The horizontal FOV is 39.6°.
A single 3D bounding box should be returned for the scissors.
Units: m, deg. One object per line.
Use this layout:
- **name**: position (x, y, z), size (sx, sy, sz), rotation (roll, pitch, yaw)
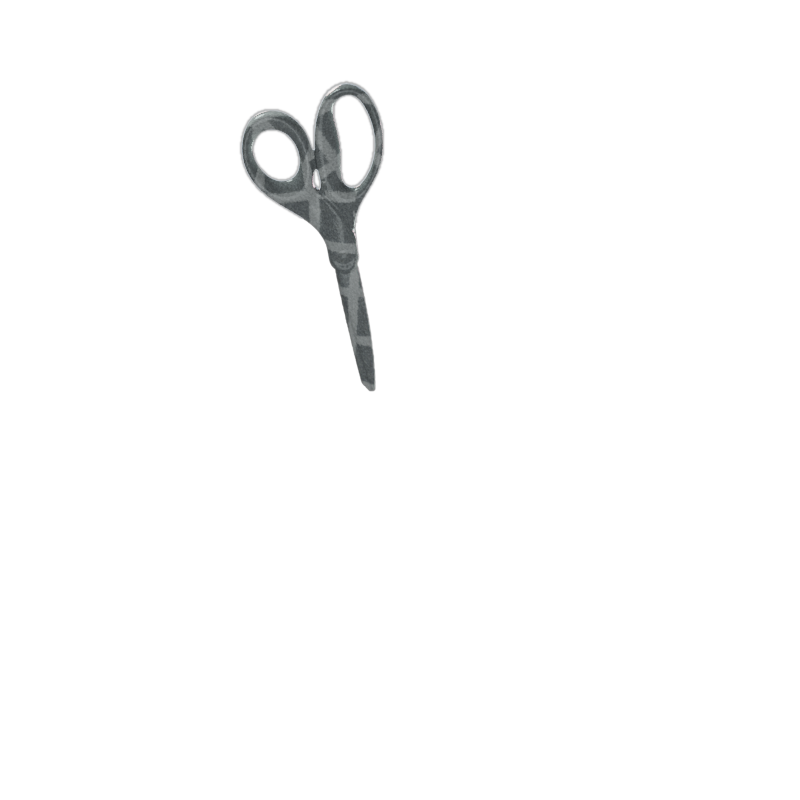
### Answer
- **scissors**: position (-0.055, -0.100, 0.698), size (0.096, 0.194, 0.016), rotation (5, 19, -2)
